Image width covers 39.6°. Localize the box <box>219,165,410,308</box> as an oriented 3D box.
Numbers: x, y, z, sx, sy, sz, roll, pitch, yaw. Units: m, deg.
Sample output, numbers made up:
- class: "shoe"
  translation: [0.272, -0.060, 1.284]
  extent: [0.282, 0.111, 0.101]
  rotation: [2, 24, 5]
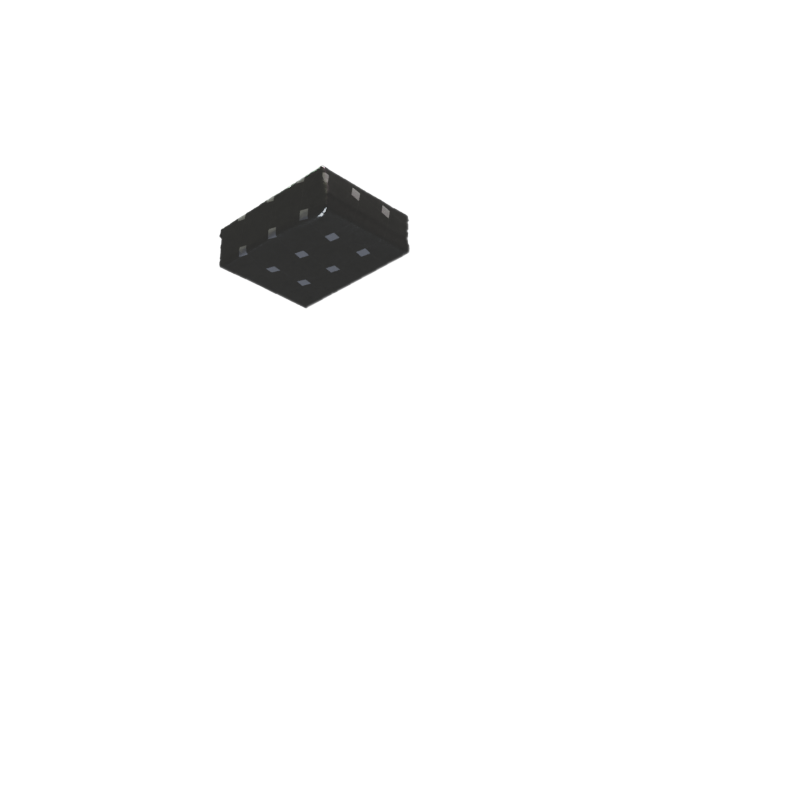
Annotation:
- class: "box"
  translation: [-0.064, -0.116, 0.810]
  extent: [0.114, 0.041, 0.084]
  rotation: [-23, -34, 38]
